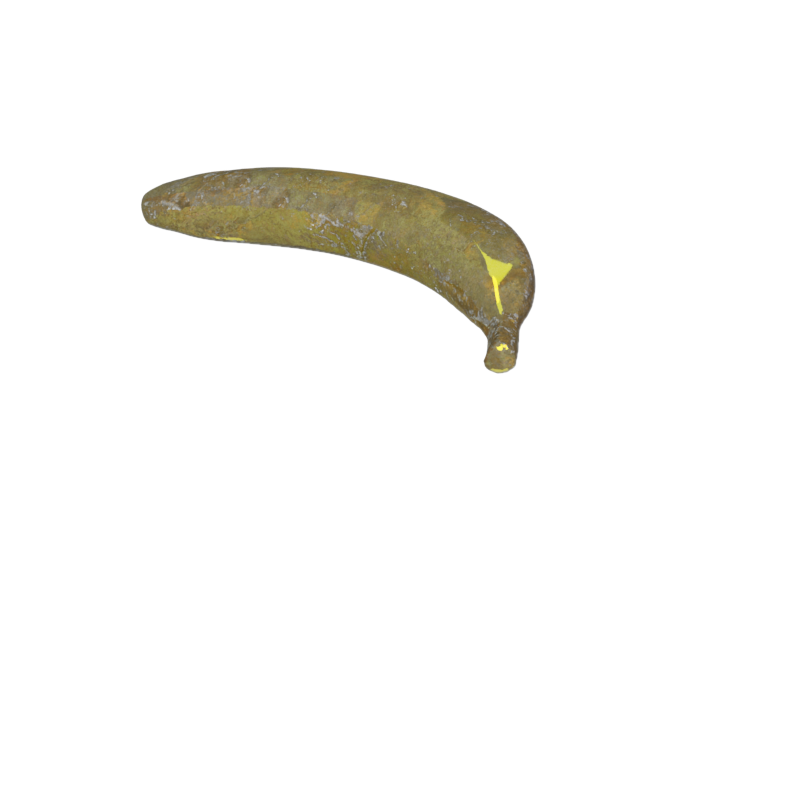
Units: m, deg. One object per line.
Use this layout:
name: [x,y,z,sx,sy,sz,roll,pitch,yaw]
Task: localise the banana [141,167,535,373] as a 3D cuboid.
banana: [-0.020,-0.068,0.450,0.210,0.035,0.069,23,35,36]
